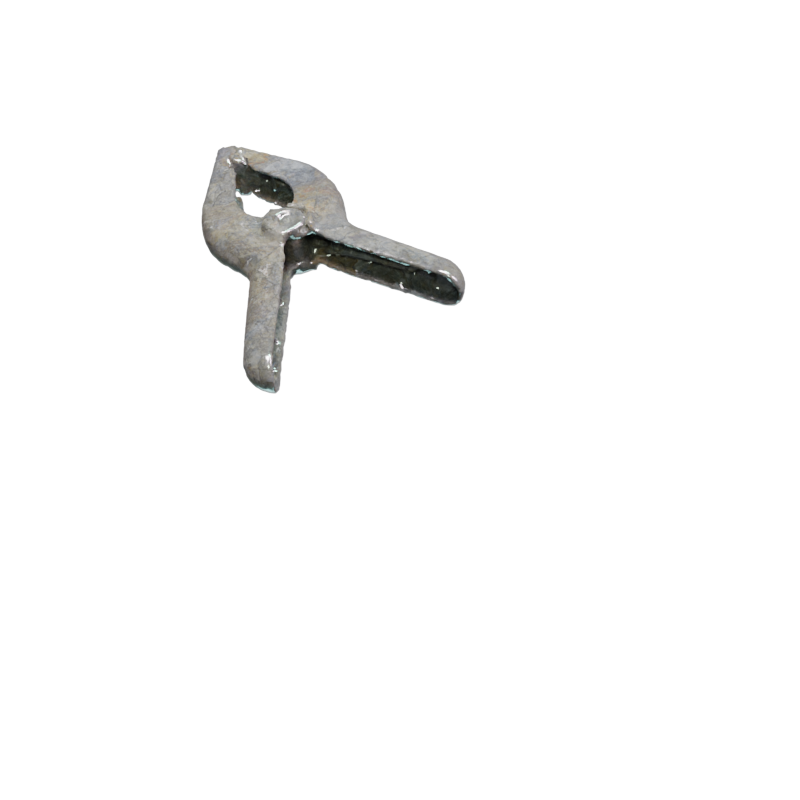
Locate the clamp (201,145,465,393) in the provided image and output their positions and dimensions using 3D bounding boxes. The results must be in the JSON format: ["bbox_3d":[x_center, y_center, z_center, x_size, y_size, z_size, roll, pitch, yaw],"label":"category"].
[{"bbox_3d":[-0.047,-0.085,0.595,0.119,0.186,0.036,-16,-40,-14],"label":"clamp"}]
